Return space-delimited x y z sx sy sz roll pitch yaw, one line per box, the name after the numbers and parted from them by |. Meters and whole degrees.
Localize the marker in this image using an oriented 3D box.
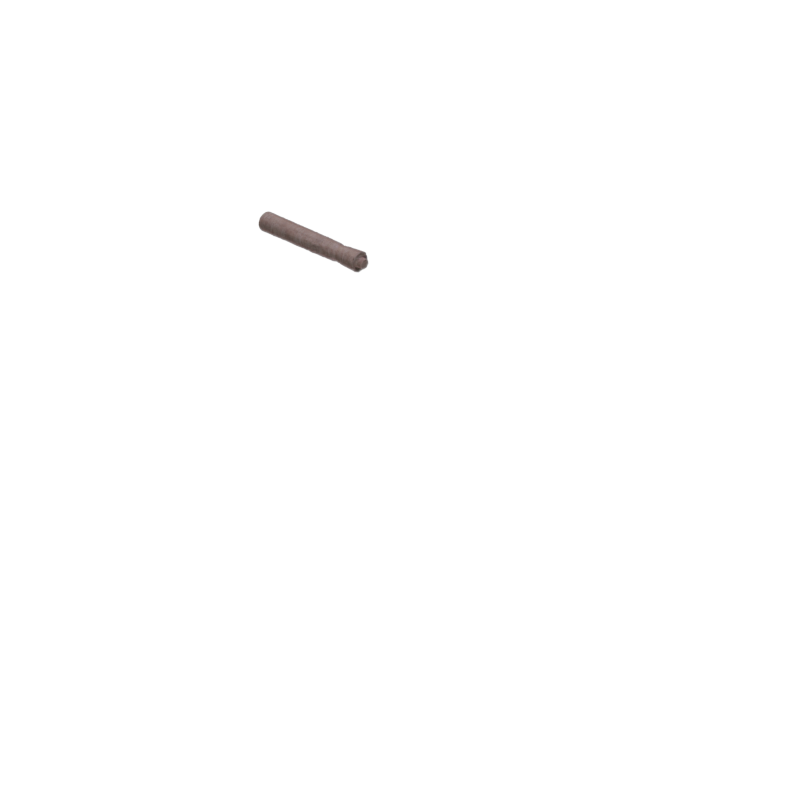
-0.075 -0.137 0.963 0.129 0.019 0.019 28 20 36 | marker
